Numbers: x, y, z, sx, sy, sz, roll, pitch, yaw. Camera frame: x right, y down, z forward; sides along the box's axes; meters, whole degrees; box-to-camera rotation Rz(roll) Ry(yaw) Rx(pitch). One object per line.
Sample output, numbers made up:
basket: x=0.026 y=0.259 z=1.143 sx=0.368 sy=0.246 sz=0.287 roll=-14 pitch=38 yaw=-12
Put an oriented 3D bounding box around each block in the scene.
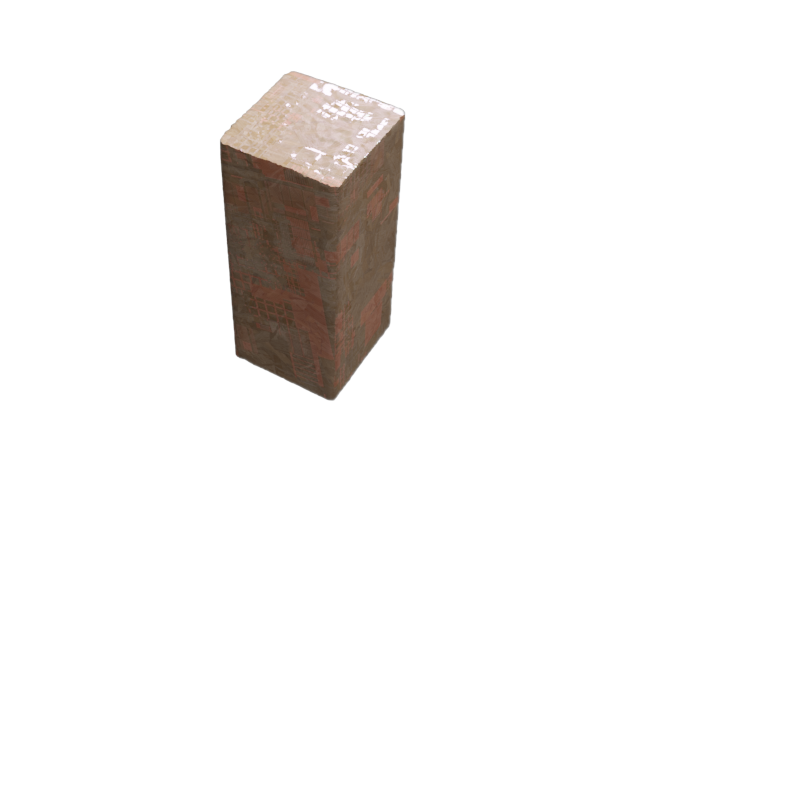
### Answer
block: x=-0.061 y=-0.110 z=0.769 sx=0.094 sy=0.192 sz=0.093 roll=24 pitch=52 yaw=17
